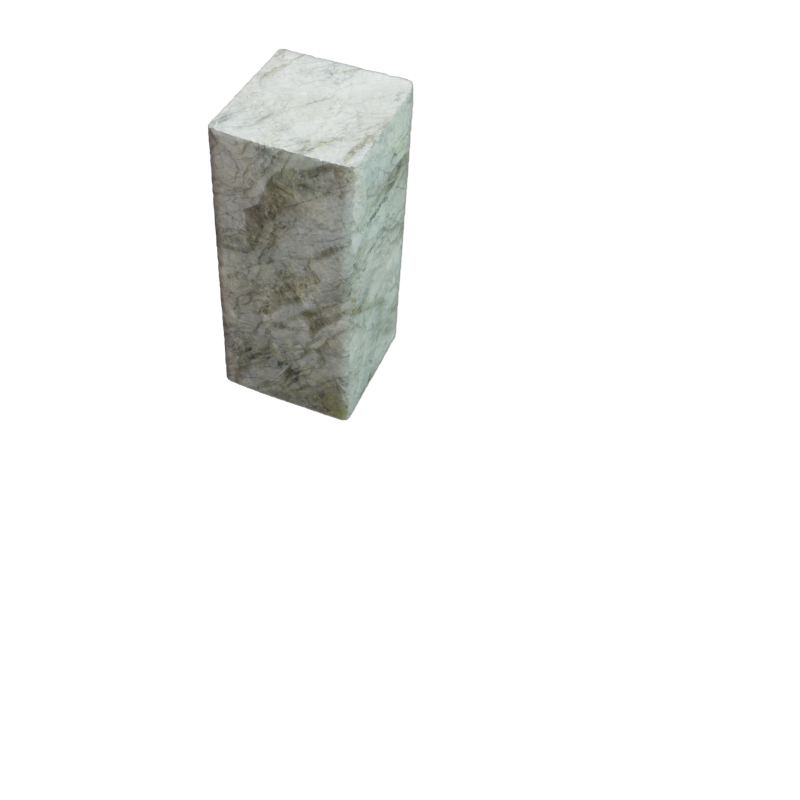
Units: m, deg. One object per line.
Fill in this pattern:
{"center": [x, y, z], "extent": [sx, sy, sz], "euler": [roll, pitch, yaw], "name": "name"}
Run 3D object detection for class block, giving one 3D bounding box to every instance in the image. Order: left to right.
{"center": [-0.053, -0.097, 0.680], "extent": [0.093, 0.192, 0.094], "euler": [19, 47, 14], "name": "block"}
